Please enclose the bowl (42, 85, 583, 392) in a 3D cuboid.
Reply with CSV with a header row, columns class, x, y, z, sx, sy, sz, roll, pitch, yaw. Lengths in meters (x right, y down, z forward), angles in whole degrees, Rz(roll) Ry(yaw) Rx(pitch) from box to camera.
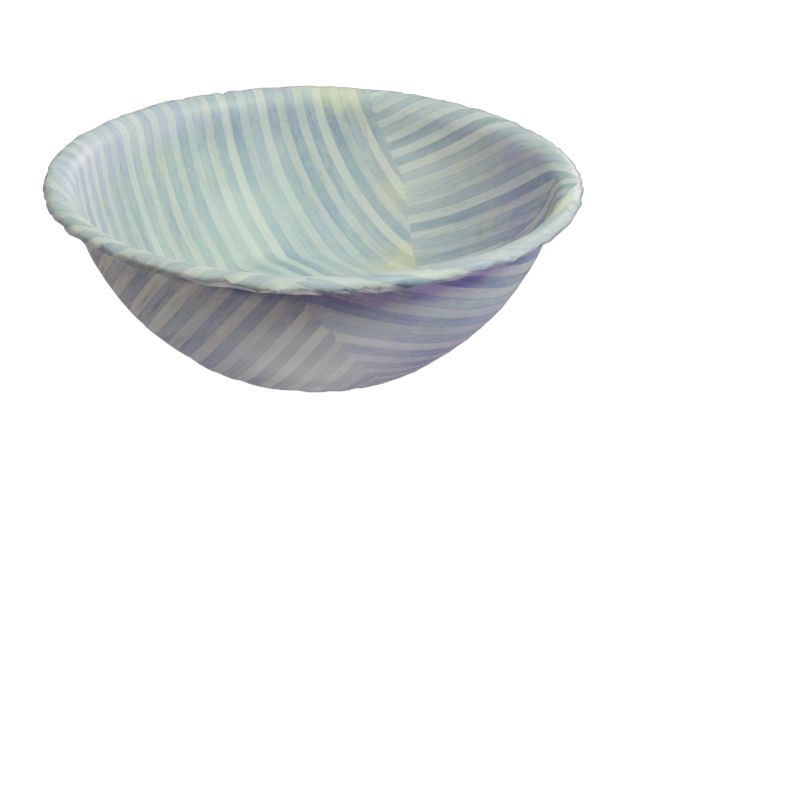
class,x,y,z,sx,sy,sz,roll,pitch,yaw
bowl,-0.027,-0.050,0.349,0.162,0.052,0.172,-1,31,-2
